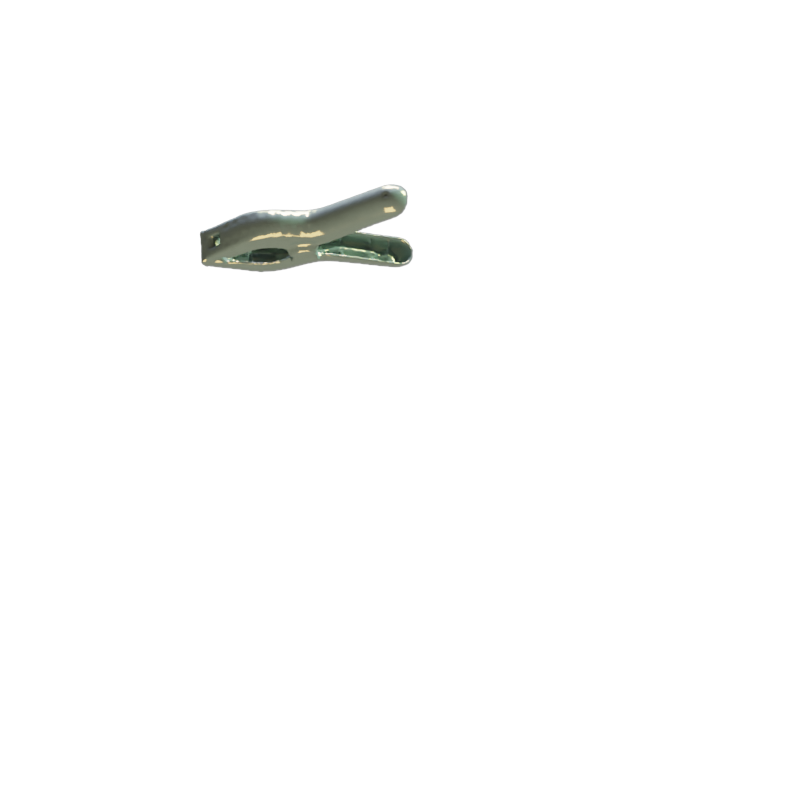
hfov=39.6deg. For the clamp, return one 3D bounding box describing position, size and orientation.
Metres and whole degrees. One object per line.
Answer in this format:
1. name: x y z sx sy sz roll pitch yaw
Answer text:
1. clamp: -0.069 -0.125 0.875 0.174 0.041 0.112 -5 -23 13
